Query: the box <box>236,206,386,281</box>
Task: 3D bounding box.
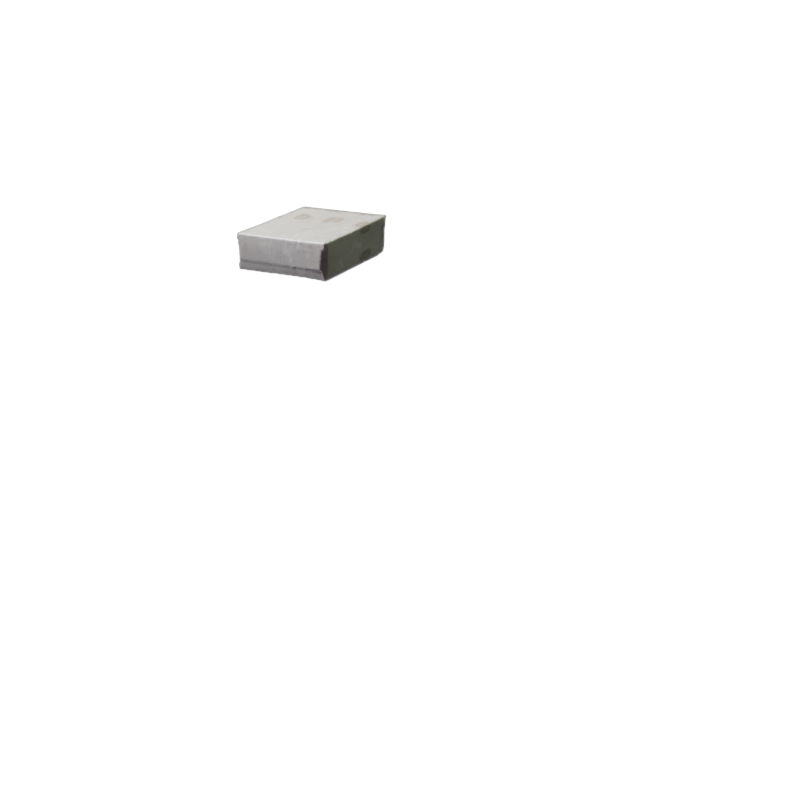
[{"bbox_3d":[-0.077,-0.140,0.983,0.094,0.037,0.113,11,23,27],"label":"box"}]
